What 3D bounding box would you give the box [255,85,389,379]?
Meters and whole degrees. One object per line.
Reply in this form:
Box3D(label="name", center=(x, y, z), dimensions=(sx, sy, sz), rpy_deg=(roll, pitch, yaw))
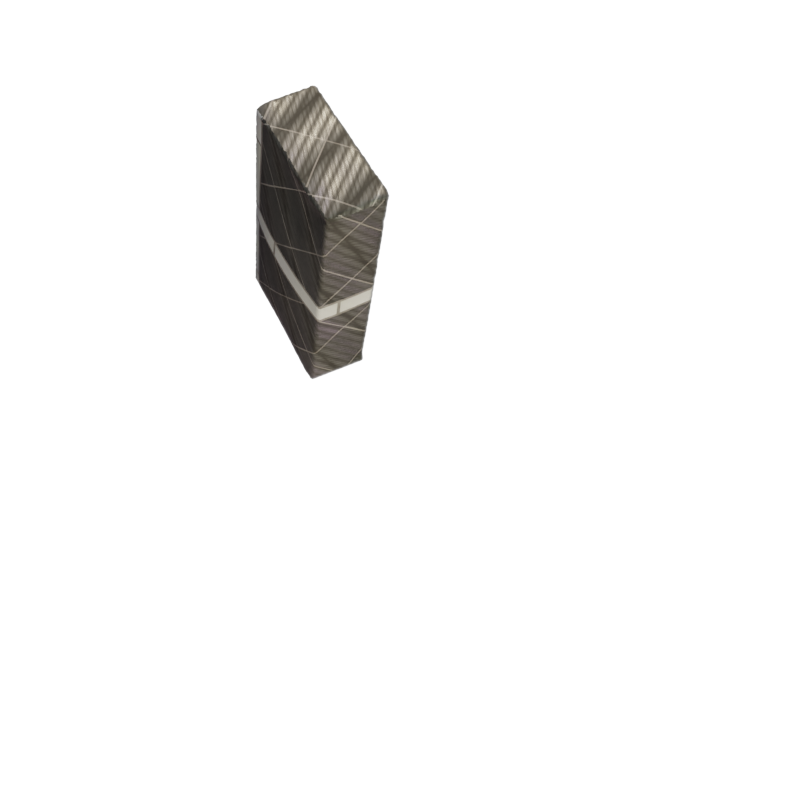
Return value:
Box3D(label="box", center=(-0.053, -0.097, 0.679), dimensions=(0.048, 0.100, 0.165), rpy_deg=(-23, -27, -16))
